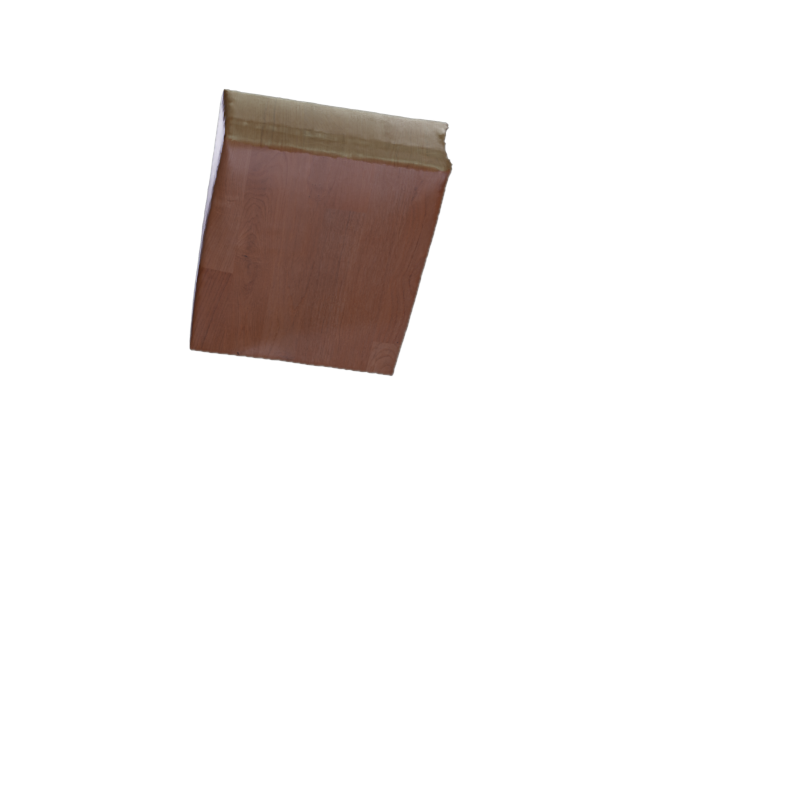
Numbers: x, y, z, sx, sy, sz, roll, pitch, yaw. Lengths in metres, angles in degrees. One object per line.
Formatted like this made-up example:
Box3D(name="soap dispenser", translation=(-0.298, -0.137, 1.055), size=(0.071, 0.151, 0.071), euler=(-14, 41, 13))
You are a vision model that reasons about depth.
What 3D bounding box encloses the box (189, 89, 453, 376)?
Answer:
Box3D(name="box", translation=(-0.035, -0.064, 0.449), size=(0.089, 0.107, 0.042), euler=(8, 43, -9))
